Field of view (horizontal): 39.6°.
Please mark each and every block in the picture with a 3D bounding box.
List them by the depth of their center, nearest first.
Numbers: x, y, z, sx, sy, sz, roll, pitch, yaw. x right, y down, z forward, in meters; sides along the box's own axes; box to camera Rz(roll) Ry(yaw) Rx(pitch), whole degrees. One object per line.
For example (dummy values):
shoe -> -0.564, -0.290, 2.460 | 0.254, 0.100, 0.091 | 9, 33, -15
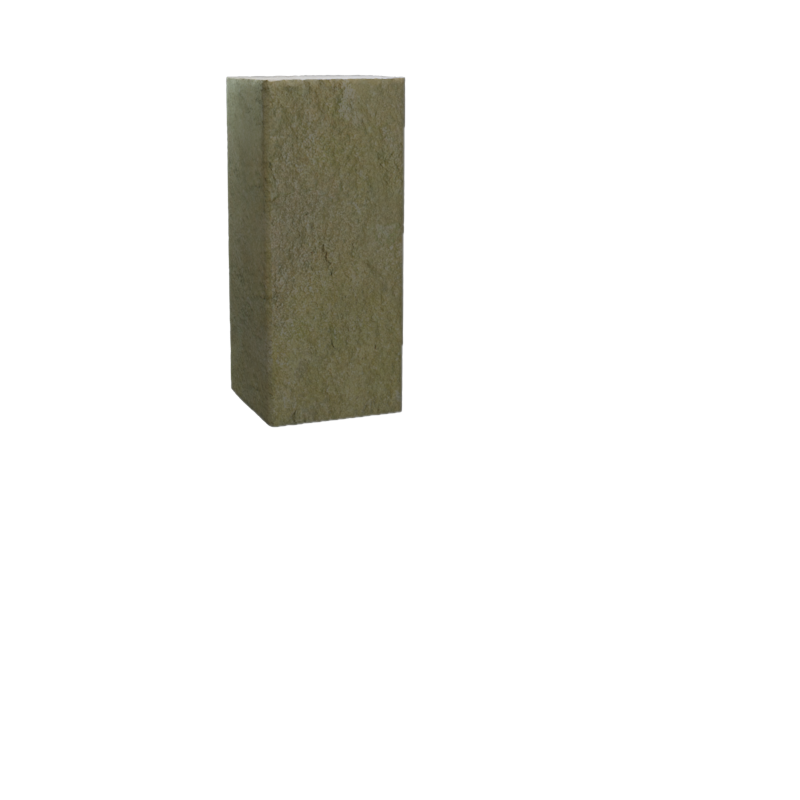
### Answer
block -> -0.055, -0.099, 0.696 | 0.089, 0.201, 0.095 | -4, 12, -22
